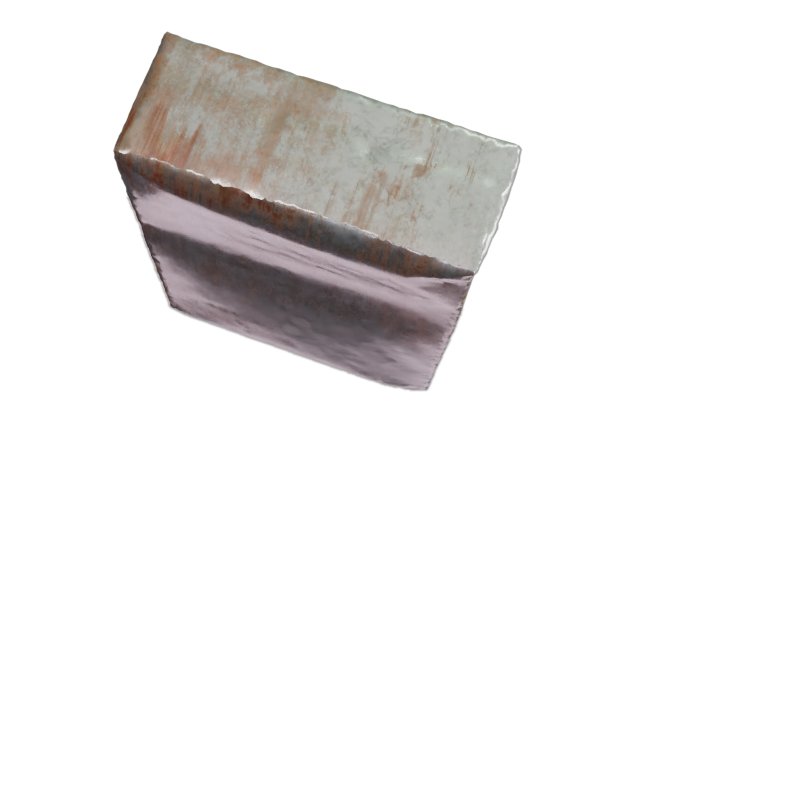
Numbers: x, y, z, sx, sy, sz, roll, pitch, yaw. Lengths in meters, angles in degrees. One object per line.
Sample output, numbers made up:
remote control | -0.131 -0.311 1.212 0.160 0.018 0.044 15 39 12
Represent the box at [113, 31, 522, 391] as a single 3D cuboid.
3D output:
box | -0.044 -0.080 0.558 0.166 0.074 0.206 20 -14 3
